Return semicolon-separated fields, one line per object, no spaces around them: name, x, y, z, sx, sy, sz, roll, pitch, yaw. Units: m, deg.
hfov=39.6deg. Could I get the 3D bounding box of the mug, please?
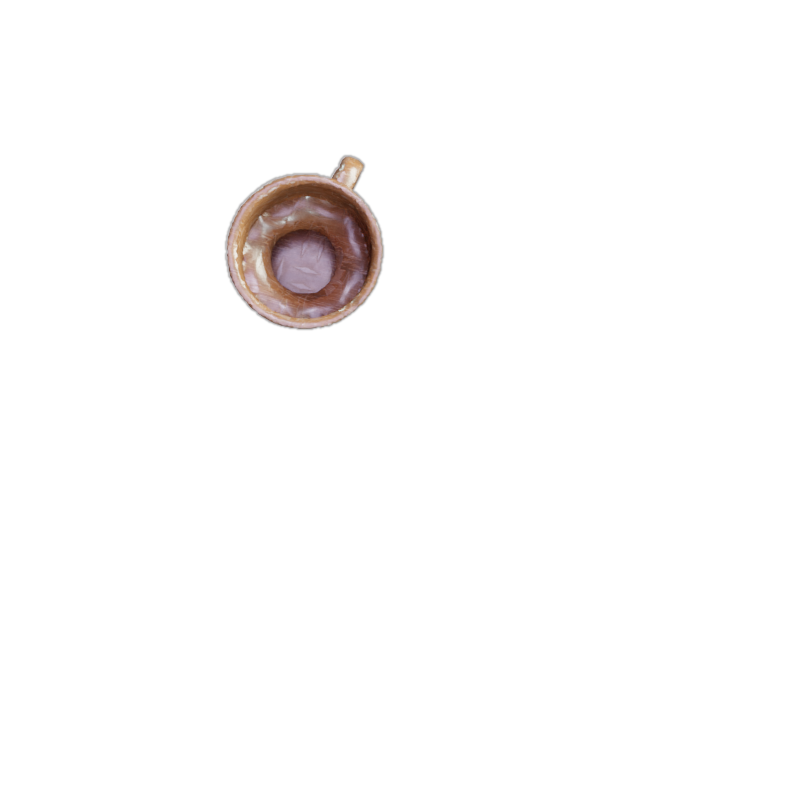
mug;-0.054;-0.099;0.695;0.094;0.118;0.080;24;-5;0
